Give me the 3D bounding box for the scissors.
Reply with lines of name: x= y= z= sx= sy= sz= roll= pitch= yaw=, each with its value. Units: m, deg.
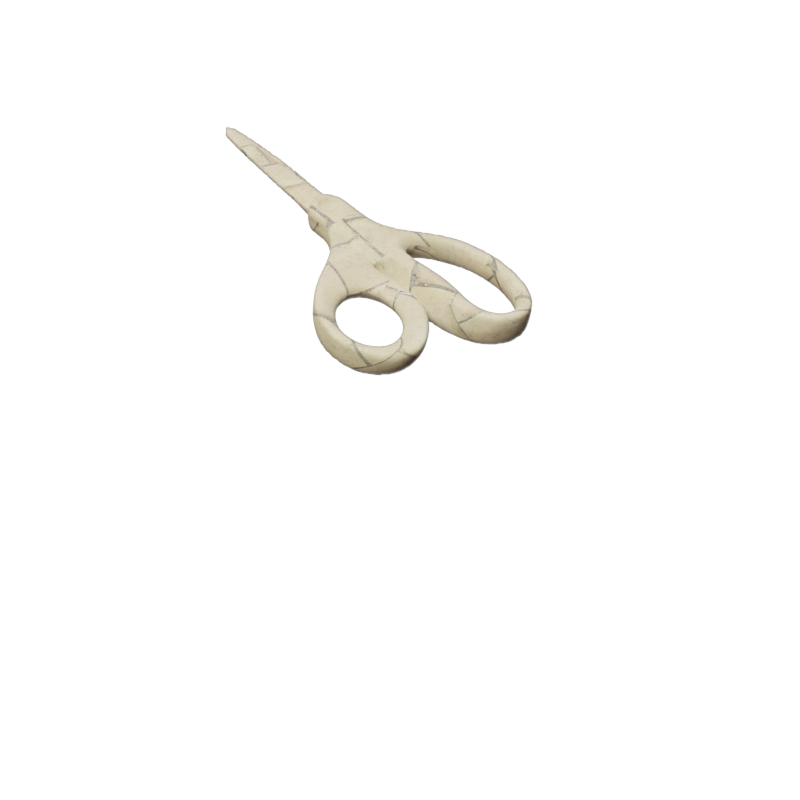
scissors: x=-0.038 y=-0.070 z=0.488 sx=0.214 sy=0.015 sz=0.097 roll=30 pitch=48 yaw=31
